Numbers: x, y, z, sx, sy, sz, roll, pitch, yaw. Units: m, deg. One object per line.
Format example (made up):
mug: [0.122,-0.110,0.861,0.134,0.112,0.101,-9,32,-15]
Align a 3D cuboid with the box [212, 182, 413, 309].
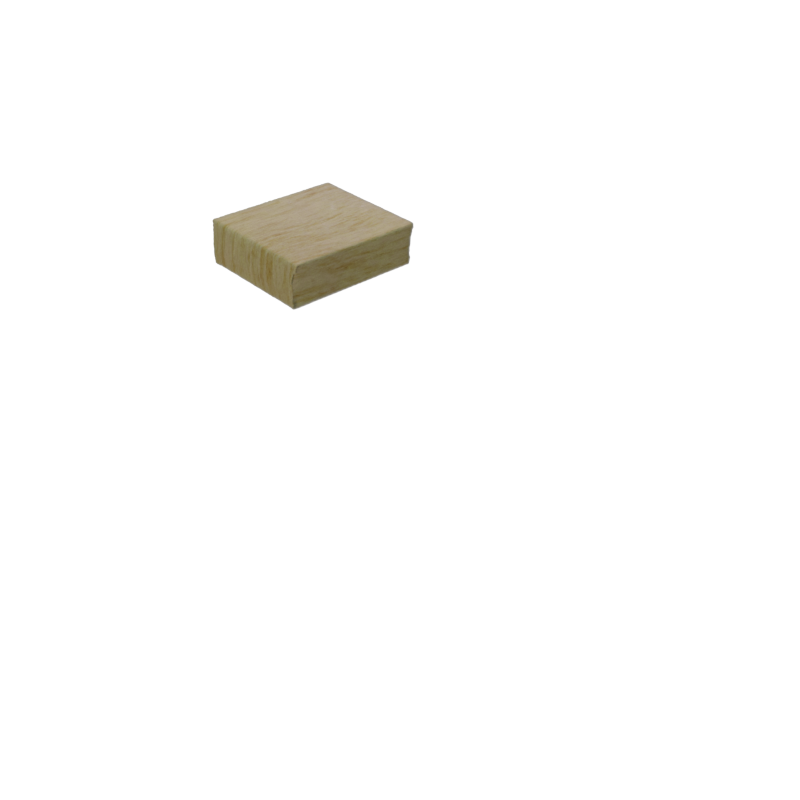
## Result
box: [-0.061,-0.111,0.779,0.113,0.037,0.096,-27,42,-36]
